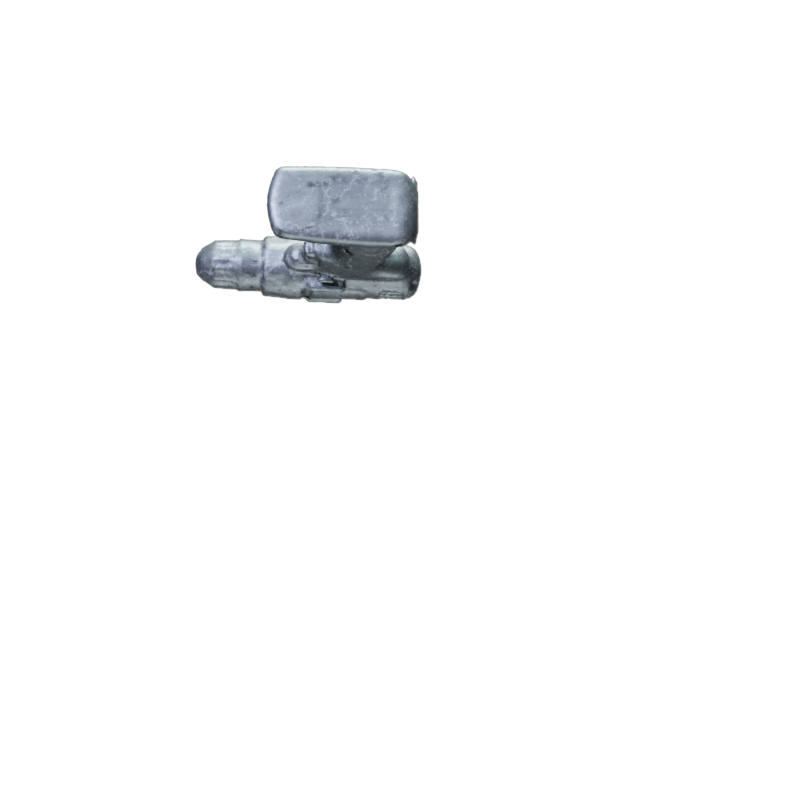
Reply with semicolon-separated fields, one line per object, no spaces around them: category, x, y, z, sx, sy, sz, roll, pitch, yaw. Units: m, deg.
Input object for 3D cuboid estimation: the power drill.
power drill;-0.066;-0.121;0.845;0.183;0.059;0.183;1;-9;-6
